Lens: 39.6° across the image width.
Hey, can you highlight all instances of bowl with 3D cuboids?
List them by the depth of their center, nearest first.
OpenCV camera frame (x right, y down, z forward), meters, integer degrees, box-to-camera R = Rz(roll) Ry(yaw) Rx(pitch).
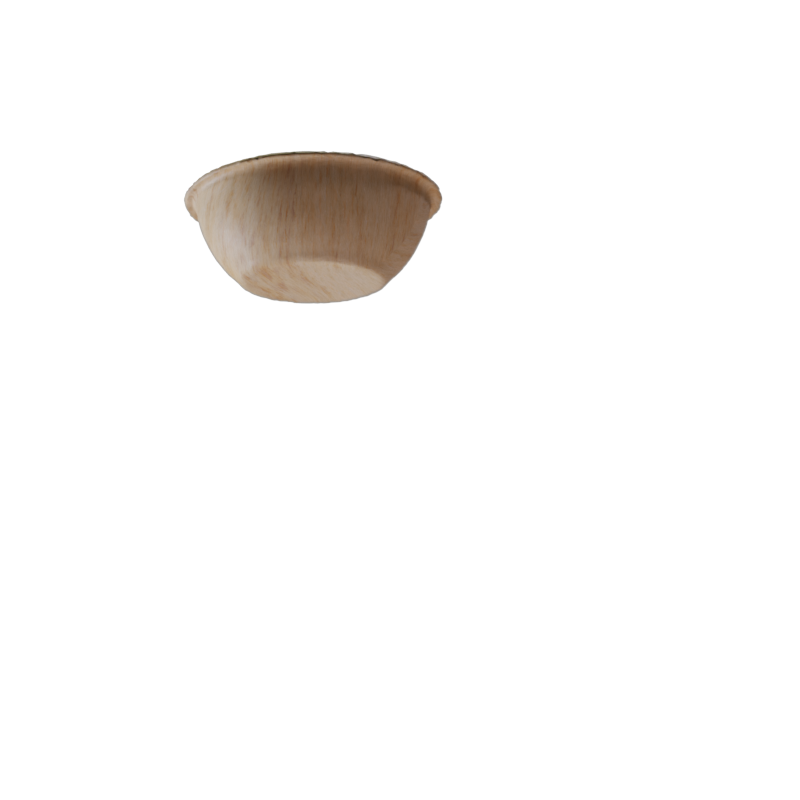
[{"bbox_3d":[-0.054,-0.099,0.690,0.162,0.057,0.156,0,-13,-2],"label":"bowl"}]
